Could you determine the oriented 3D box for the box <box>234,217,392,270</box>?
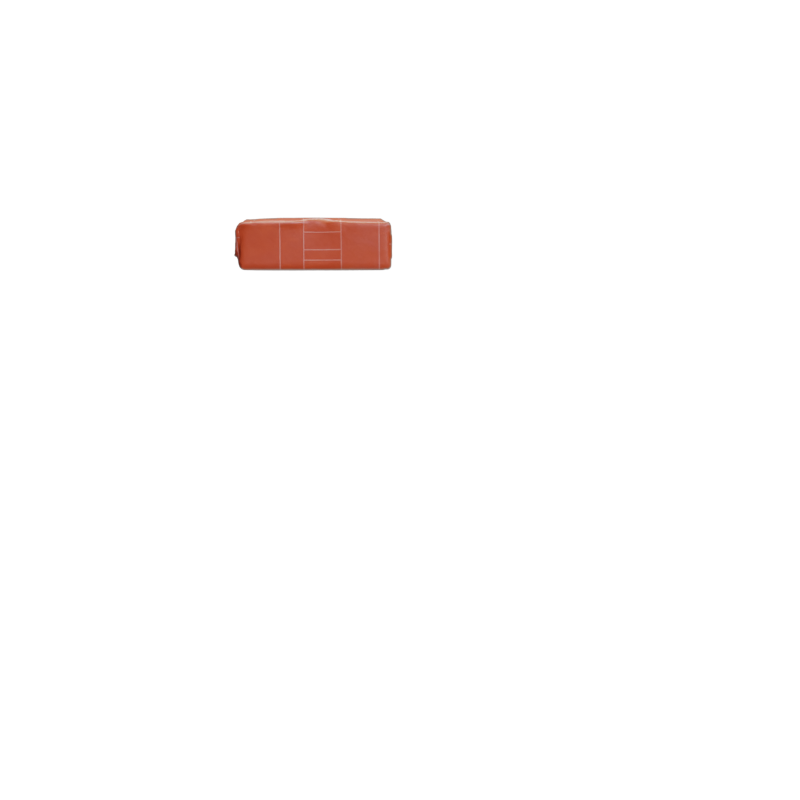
[{"bbox_3d":[-0.052,-0.094,0.659,0.089,0.030,0.074,0,10,-2],"label":"box"}]
